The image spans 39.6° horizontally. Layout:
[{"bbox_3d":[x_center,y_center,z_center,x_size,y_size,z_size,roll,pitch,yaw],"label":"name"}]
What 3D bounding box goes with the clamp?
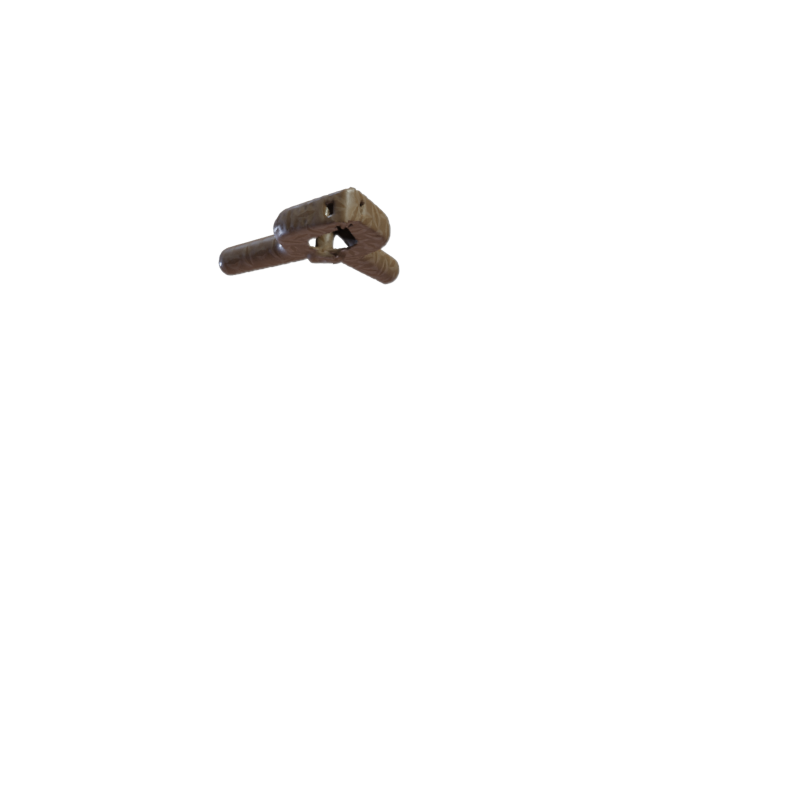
[{"bbox_3d":[-0.073,-0.132,0.927,0.164,0.037,0.205,1,-8,-5],"label":"clamp"}]
